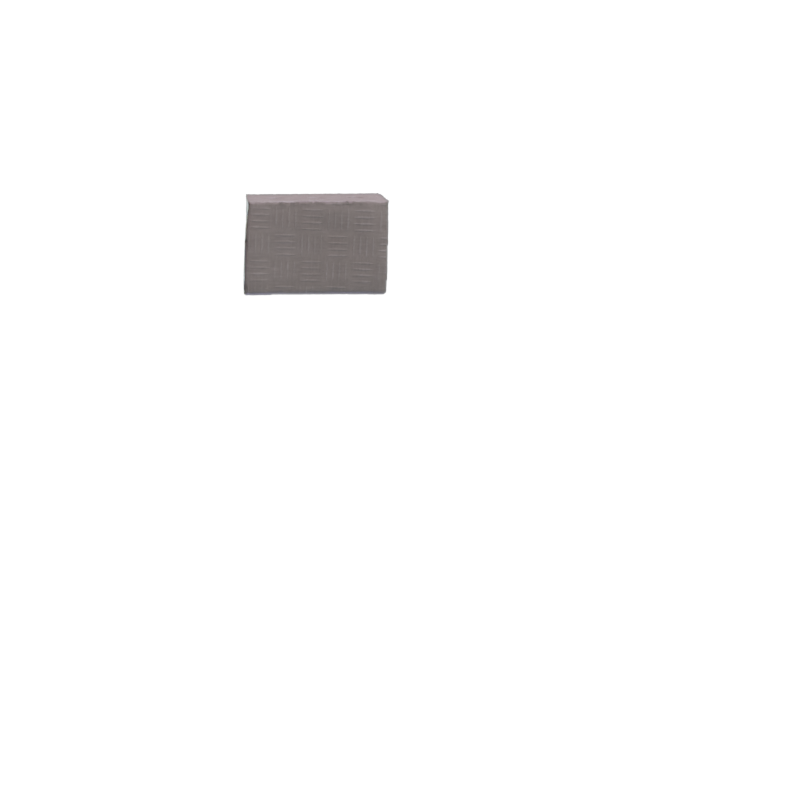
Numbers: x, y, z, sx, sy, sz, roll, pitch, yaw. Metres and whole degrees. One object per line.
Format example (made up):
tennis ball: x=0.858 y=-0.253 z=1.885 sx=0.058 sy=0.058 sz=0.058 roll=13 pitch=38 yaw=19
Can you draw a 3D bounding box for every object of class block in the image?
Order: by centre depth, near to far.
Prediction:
block: x=-0.048 y=-0.088 z=0.614 sx=0.077 sy=0.050 sz=0.054 roll=-1 pitch=12 yaw=-5
